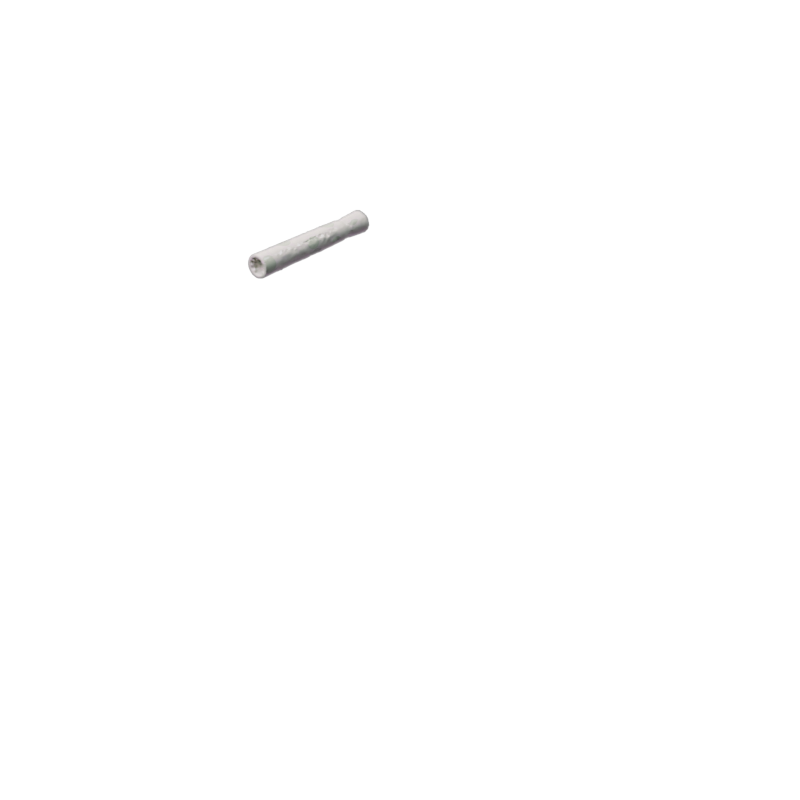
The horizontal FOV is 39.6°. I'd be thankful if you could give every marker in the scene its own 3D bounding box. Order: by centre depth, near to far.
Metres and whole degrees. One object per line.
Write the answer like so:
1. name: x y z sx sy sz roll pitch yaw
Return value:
1. marker: -0.065 -0.118 0.829 0.021 0.019 0.121 3 25 41
